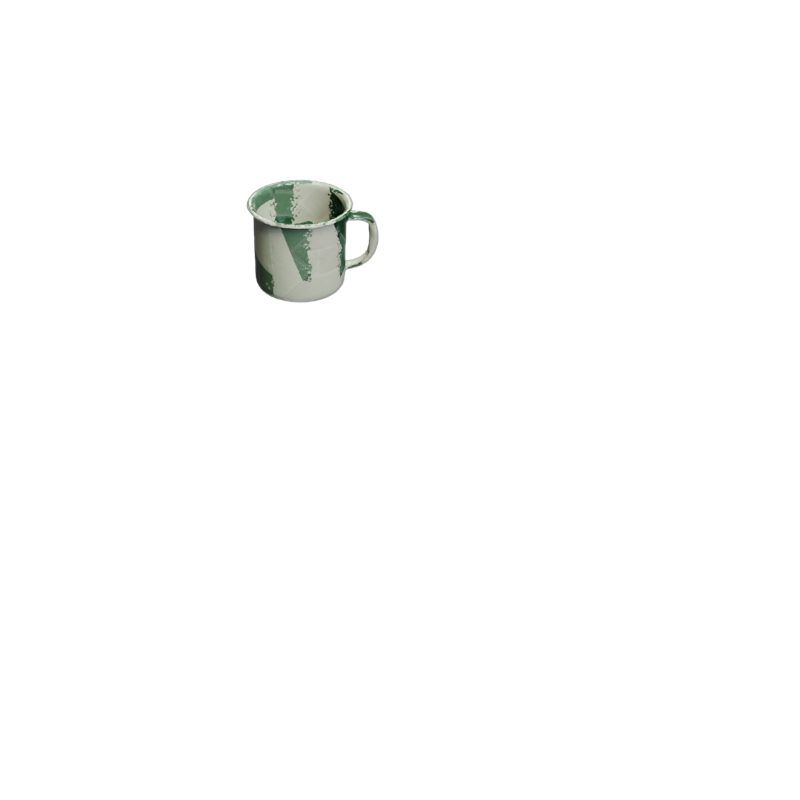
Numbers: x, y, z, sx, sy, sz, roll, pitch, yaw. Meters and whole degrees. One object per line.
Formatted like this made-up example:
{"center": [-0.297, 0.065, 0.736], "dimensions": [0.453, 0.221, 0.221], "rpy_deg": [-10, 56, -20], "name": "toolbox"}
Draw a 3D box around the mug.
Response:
{"center": [-0.078, -0.141, 0.990], "dimensions": [0.116, 0.077, 0.100], "rpy_deg": [-5, 33, -9], "name": "mug"}
